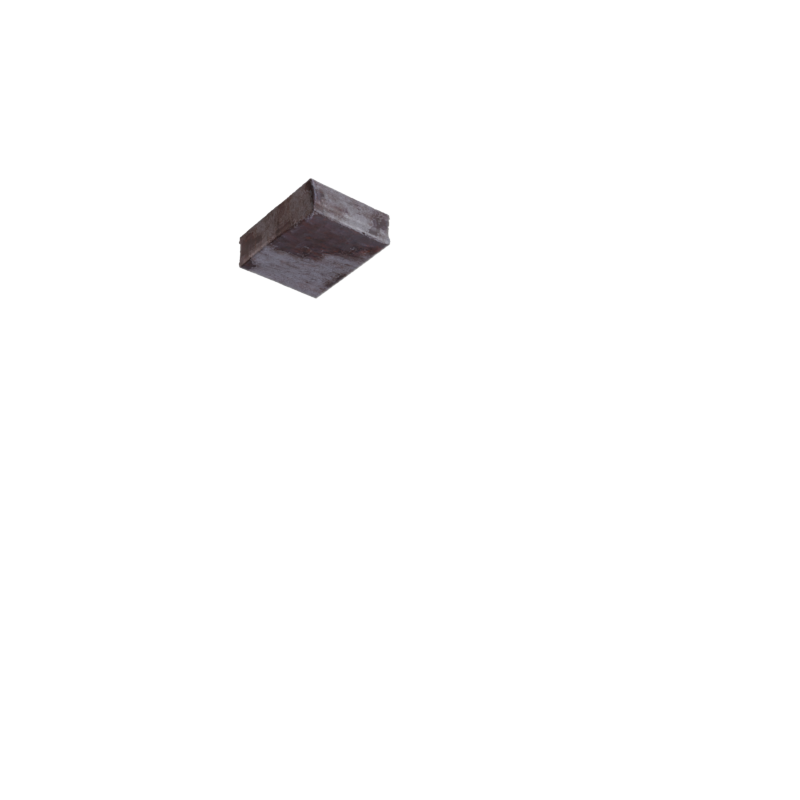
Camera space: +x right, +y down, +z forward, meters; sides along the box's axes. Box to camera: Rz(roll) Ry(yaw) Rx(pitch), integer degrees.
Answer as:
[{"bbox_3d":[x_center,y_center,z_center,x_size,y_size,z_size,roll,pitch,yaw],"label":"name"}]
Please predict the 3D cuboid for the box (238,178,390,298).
[{"bbox_3d":[-0.078,-0.142,0.994,0.085,0.041,0.113,21,-35,-34],"label":"box"}]
